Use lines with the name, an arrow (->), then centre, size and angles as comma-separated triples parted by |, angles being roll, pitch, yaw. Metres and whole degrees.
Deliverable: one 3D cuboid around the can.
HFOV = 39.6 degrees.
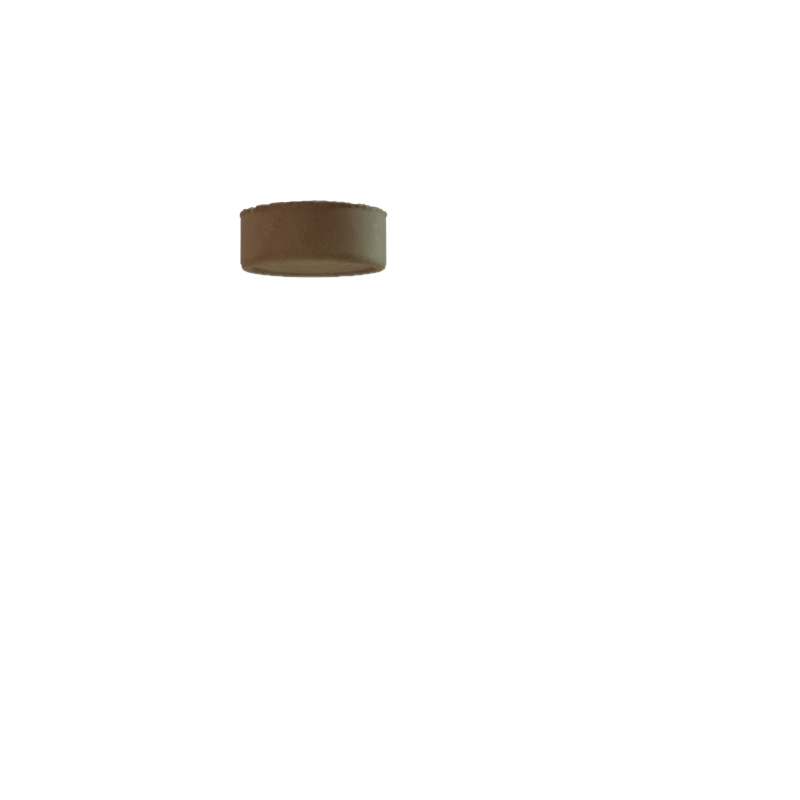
can -> -0.050, -0.092, 0.642 | 0.086, 0.034, 0.085 | 0, -1, -2
